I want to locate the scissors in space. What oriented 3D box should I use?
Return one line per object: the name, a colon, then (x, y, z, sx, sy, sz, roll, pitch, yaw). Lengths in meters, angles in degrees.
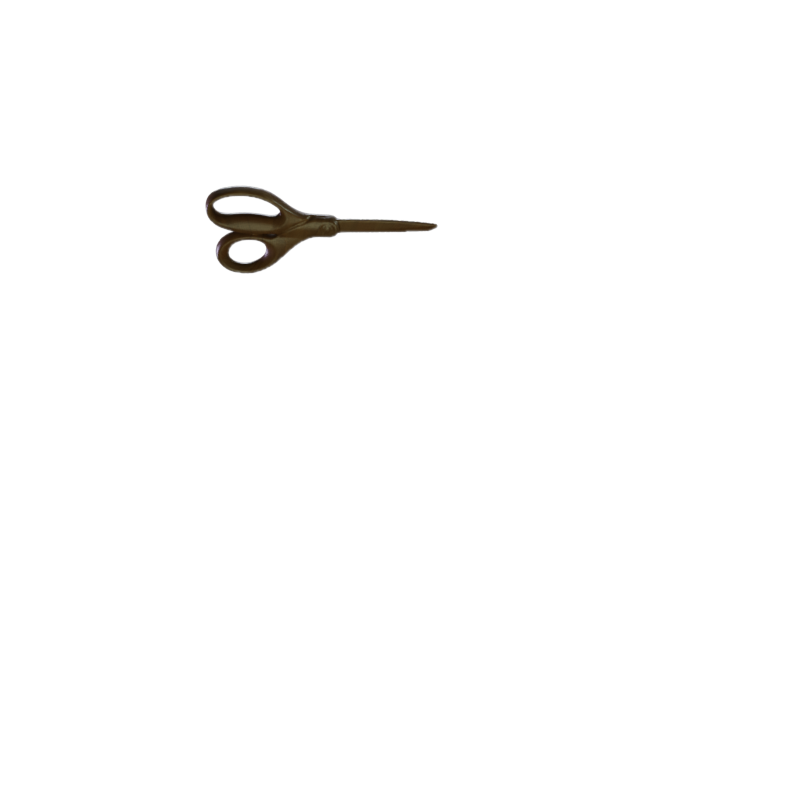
scissors: (-0.077, -0.141, 0.984, 0.198, 0.091, 0.017, 13, 38, -10)
